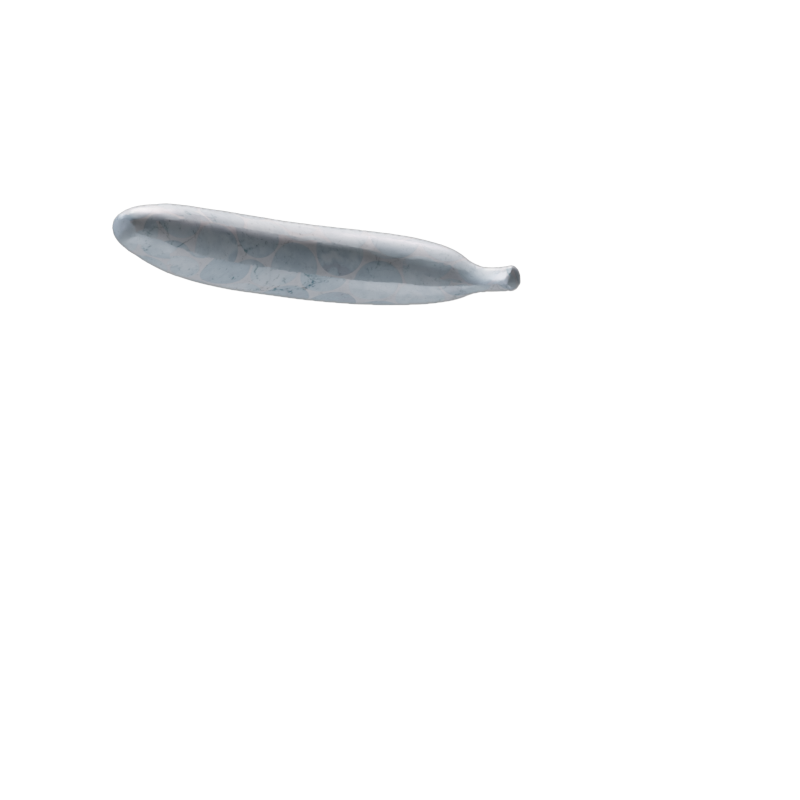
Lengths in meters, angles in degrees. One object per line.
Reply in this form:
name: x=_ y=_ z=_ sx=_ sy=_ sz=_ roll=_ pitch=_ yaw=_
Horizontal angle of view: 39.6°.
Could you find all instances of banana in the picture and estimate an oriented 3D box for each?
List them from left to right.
banana: x=-0.044 y=-0.071 z=0.540 sx=0.192 sy=0.038 sz=0.069 roll=4 pitch=-12 yaw=-19
